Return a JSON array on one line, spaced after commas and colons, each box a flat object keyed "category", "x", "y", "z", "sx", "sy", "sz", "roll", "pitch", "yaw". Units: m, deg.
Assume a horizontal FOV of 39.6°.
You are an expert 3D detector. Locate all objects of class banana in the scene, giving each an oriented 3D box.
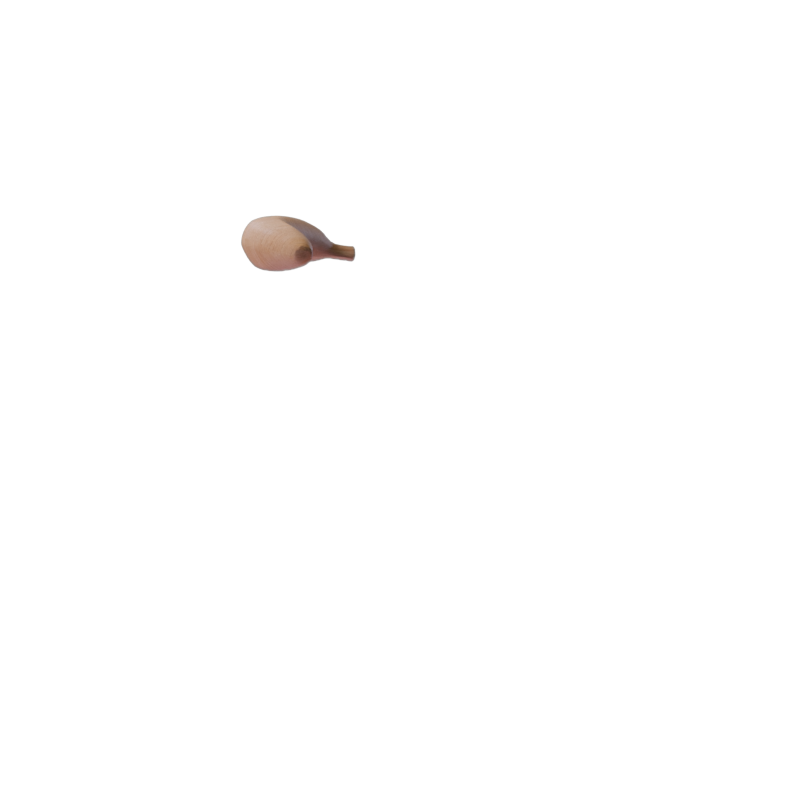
[{"category": "banana", "x": -0.080, "y": -0.114, "z": 0.797, "sx": 0.070, "sy": 0.036, "sz": 0.198, "roll": 1, "pitch": 9, "yaw": 7}]
